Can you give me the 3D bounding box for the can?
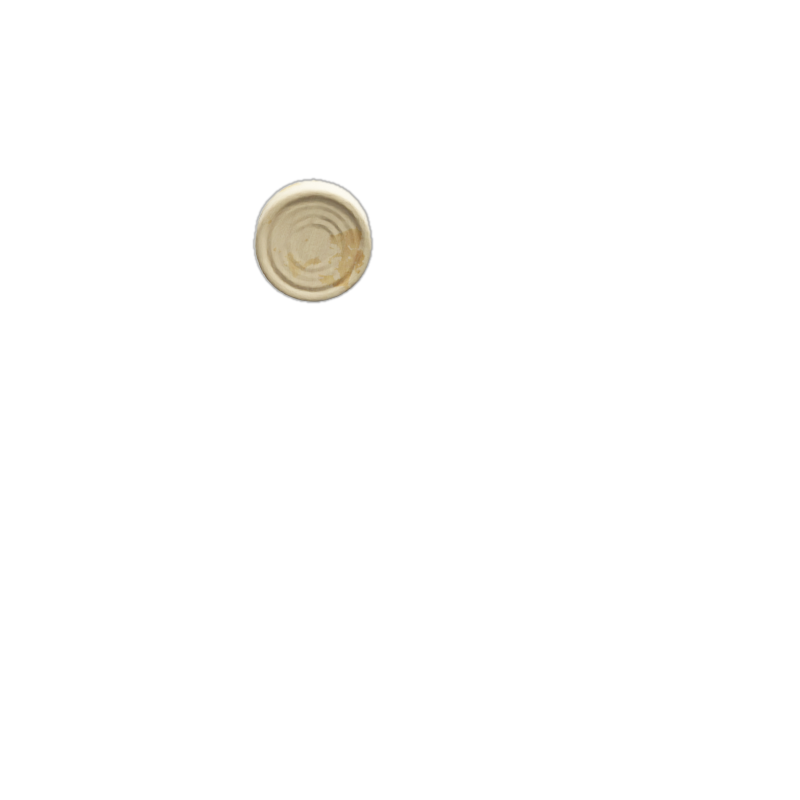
[{"bbox_3d":[-0.063,-0.115,0.805,0.086,0.083,0.035,0,14,-1],"label":"can"}]
